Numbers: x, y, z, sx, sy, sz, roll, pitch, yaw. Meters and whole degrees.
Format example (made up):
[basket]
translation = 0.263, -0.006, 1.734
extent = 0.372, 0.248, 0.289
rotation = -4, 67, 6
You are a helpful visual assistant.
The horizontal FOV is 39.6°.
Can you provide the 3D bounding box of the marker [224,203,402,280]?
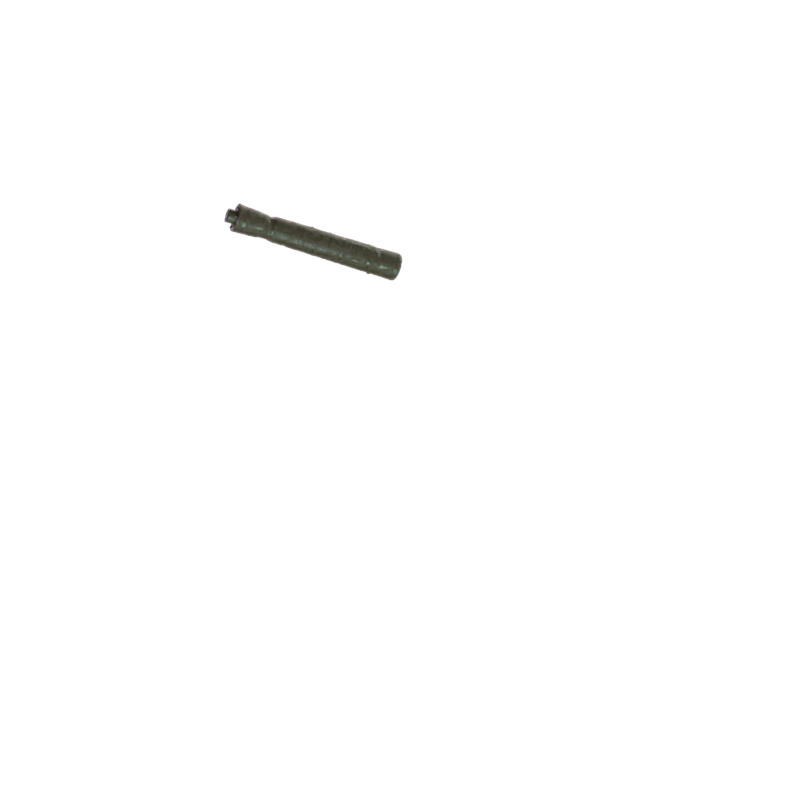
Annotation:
[marker]
translation = -0.057, -0.104, 0.727
extent = 0.117, 0.020, 0.020
rotation = 15, -1, -15
